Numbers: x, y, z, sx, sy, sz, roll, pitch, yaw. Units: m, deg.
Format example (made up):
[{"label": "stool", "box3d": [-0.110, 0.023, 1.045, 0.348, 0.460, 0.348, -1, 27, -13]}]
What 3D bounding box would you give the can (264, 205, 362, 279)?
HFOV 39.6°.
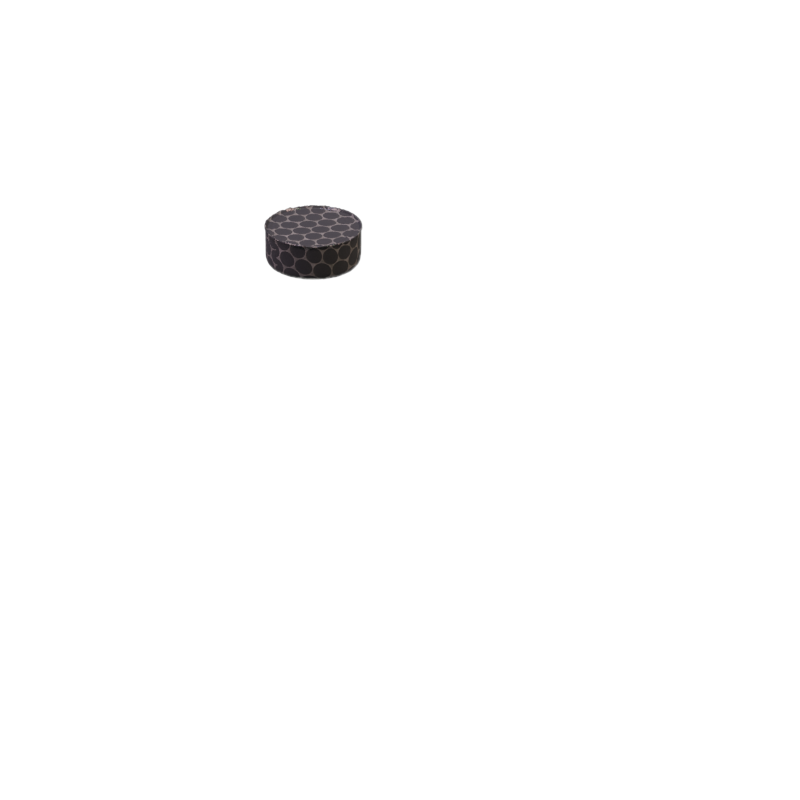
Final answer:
[{"label": "can", "box3d": [-0.076, -0.139, 0.975, 0.086, 0.032, 0.091, -1, 32, -2]}]
